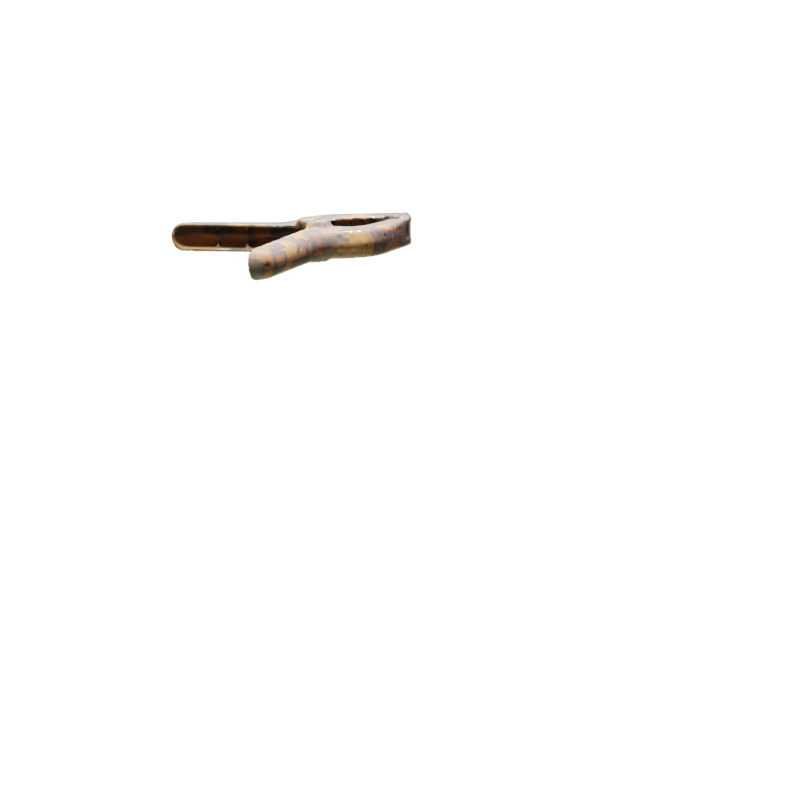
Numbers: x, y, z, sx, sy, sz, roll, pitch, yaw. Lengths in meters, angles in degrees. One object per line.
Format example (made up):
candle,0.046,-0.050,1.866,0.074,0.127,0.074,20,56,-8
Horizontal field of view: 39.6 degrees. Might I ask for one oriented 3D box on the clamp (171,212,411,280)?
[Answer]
clamp,-0.075,-0.137,0.957,0.205,0.035,0.174,-8,21,-24
